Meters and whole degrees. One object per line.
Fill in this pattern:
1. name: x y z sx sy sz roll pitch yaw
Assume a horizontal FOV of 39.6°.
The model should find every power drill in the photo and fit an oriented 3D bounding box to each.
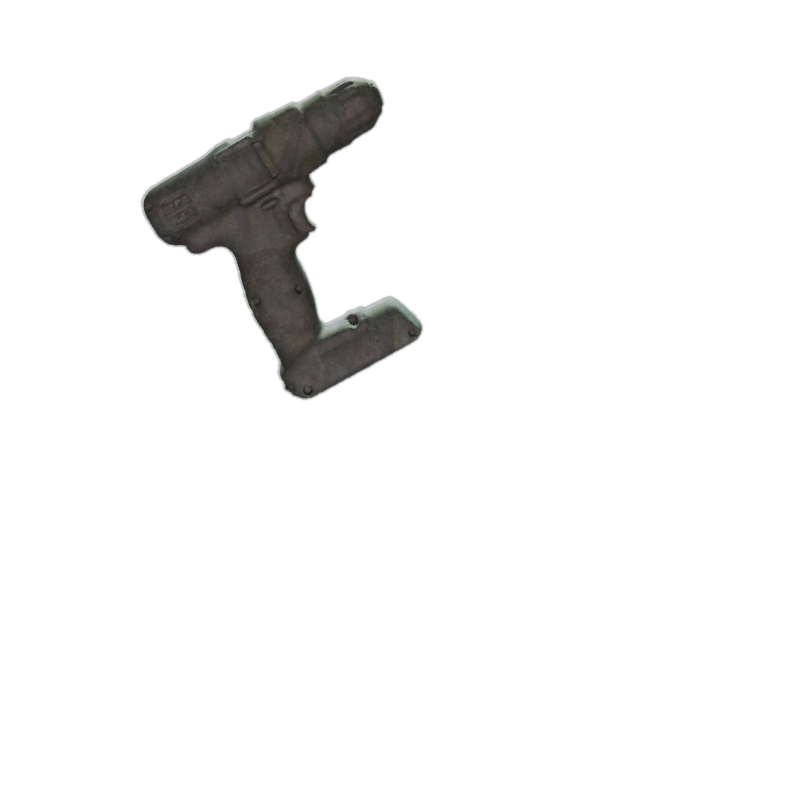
1. power drill: -0.061 -0.111 0.780 0.184 0.185 0.058 -30 6 3
